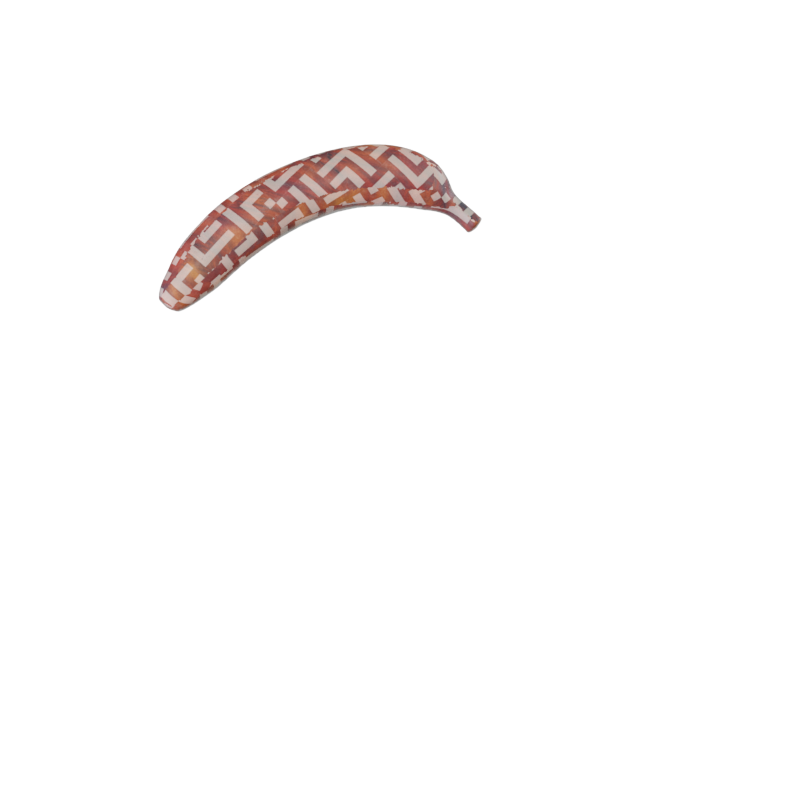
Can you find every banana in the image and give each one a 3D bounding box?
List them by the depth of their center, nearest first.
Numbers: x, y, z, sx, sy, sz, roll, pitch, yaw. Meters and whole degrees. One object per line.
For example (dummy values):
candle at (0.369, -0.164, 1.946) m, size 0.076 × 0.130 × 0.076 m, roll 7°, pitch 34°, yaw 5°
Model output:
banana at (-0.053, -0.111, 0.658) m, size 0.197 × 0.074 × 0.035 m, roll -17°, pitch -21°, yaw -7°
